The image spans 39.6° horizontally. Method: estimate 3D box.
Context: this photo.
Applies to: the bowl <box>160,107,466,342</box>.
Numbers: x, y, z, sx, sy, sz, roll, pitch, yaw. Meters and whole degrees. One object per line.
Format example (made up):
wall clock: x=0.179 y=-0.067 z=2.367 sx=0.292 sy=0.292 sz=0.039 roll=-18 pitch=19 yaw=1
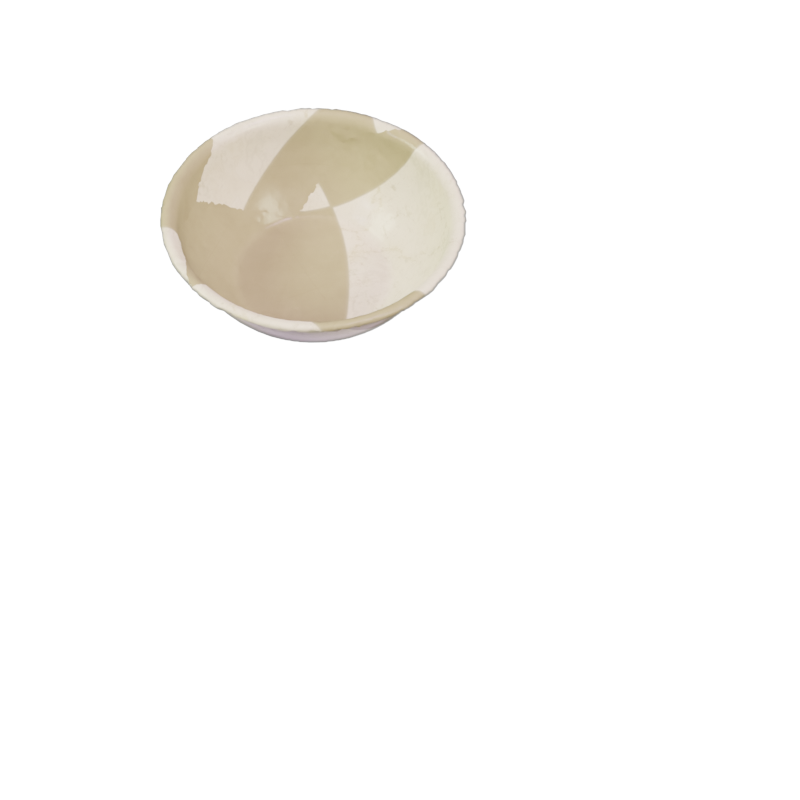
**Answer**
bowl: x=-0.047 y=-0.086 z=0.605 sx=0.162 sy=0.174 sz=0.051 roll=-1 pitch=-39 yaw=-1
